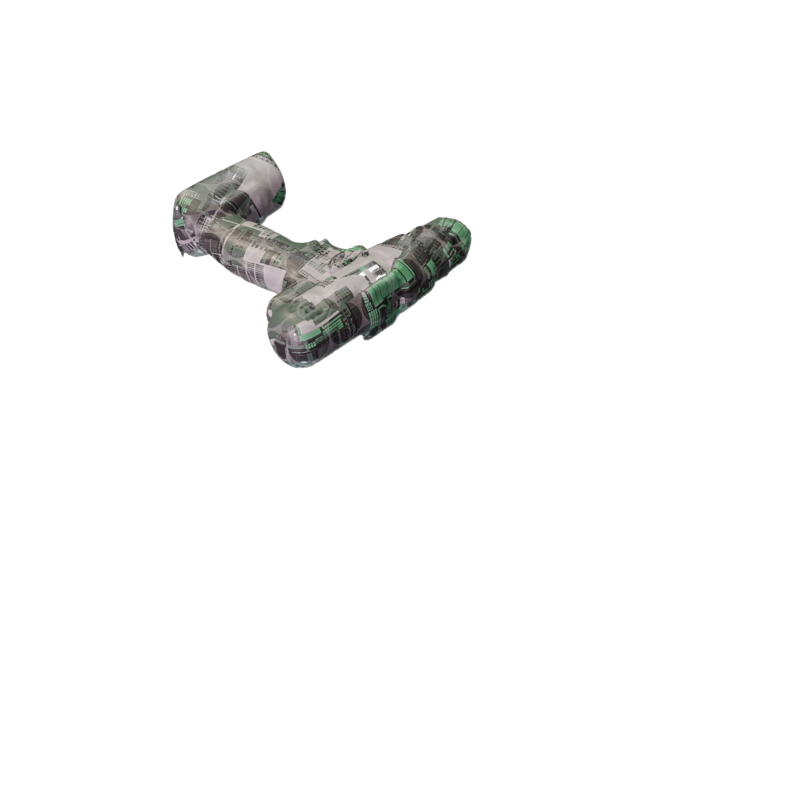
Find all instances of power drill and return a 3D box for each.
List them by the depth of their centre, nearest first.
[{"bbox_3d":[-0.065,-0.119,0.831,0.185,0.053,0.200,-33,51,-32],"label":"power drill"}]
